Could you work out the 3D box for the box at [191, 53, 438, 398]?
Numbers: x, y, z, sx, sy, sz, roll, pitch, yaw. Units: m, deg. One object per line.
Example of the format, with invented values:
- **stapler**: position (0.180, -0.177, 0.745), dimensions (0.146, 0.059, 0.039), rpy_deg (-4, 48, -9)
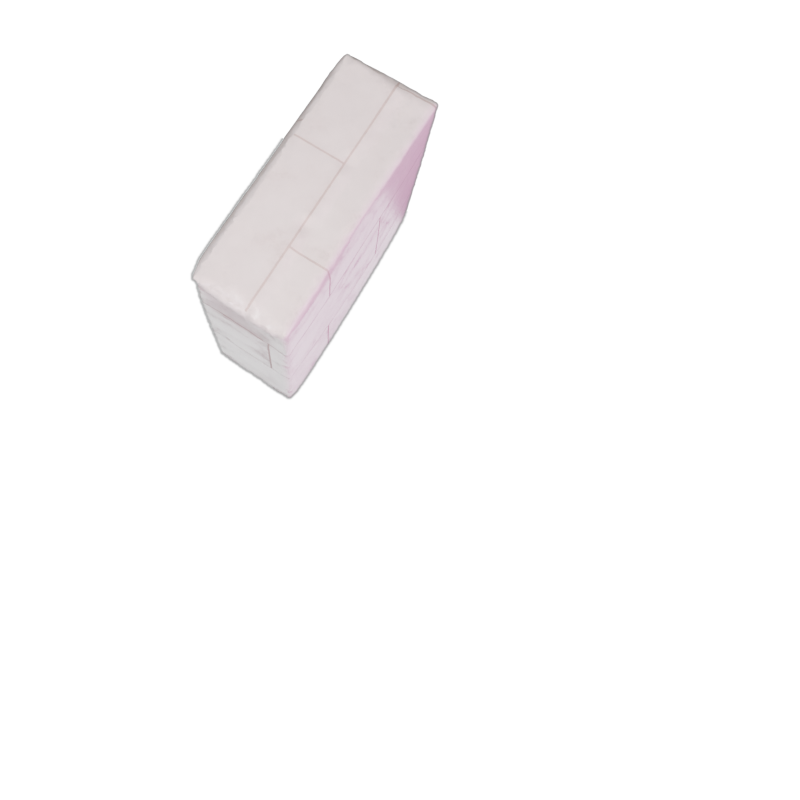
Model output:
- **box**: position (-0.056, -0.102, 0.712), dimensions (0.073, 0.167, 0.208), rpy_deg (31, -11, 2)
